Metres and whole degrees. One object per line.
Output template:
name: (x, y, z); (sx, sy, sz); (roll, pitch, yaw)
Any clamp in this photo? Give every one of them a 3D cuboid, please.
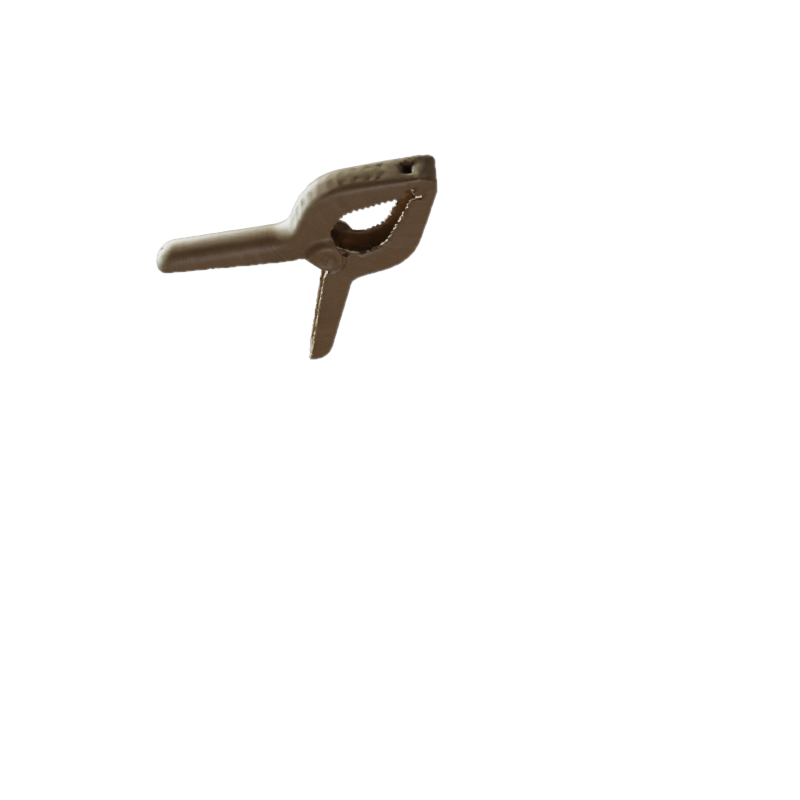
clamp: (-0.062, -0.113, 0.791); (0.156, 0.039, 0.207); (26, -46, -29)
